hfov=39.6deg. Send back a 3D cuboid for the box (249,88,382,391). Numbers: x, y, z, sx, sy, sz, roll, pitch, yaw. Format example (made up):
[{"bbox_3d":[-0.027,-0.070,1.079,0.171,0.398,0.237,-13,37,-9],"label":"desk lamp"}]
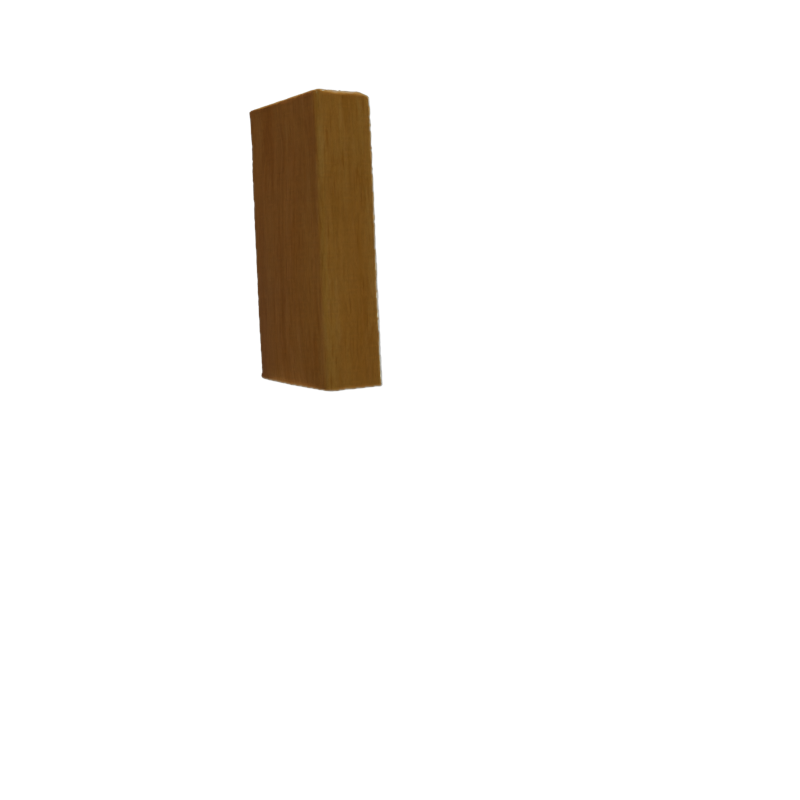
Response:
[{"bbox_3d":[-0.053,-0.098,0.686,0.046,0.177,0.096,1,0,-31],"label":"box"}]
